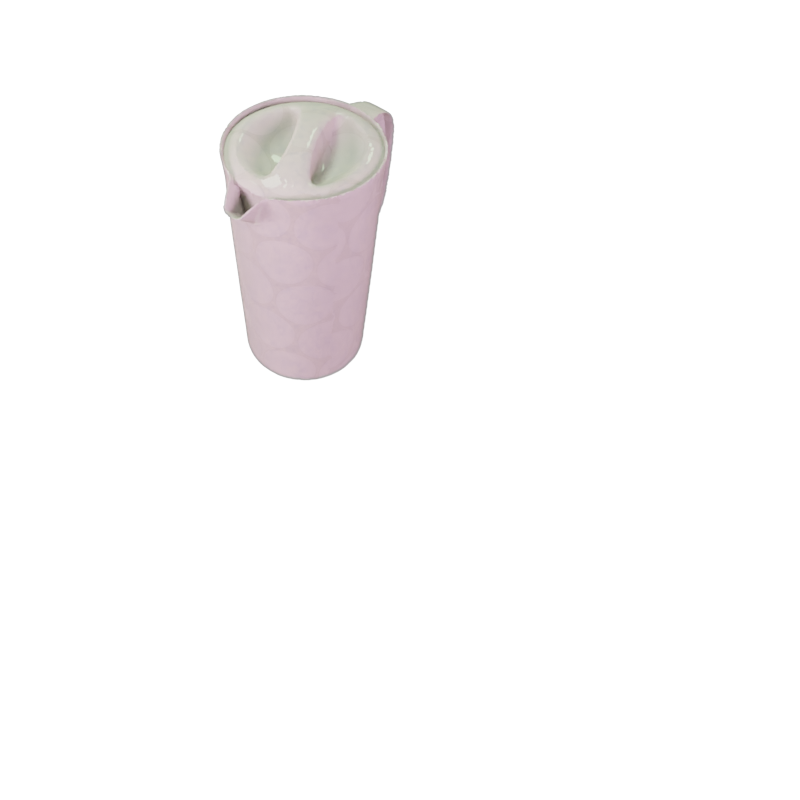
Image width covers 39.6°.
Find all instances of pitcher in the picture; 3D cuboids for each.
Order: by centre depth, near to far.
[{"bbox_3d":[-0.075,-0.137,0.960,0.148,0.156,0.226,-3,-41,-6],"label":"pitcher"}]
